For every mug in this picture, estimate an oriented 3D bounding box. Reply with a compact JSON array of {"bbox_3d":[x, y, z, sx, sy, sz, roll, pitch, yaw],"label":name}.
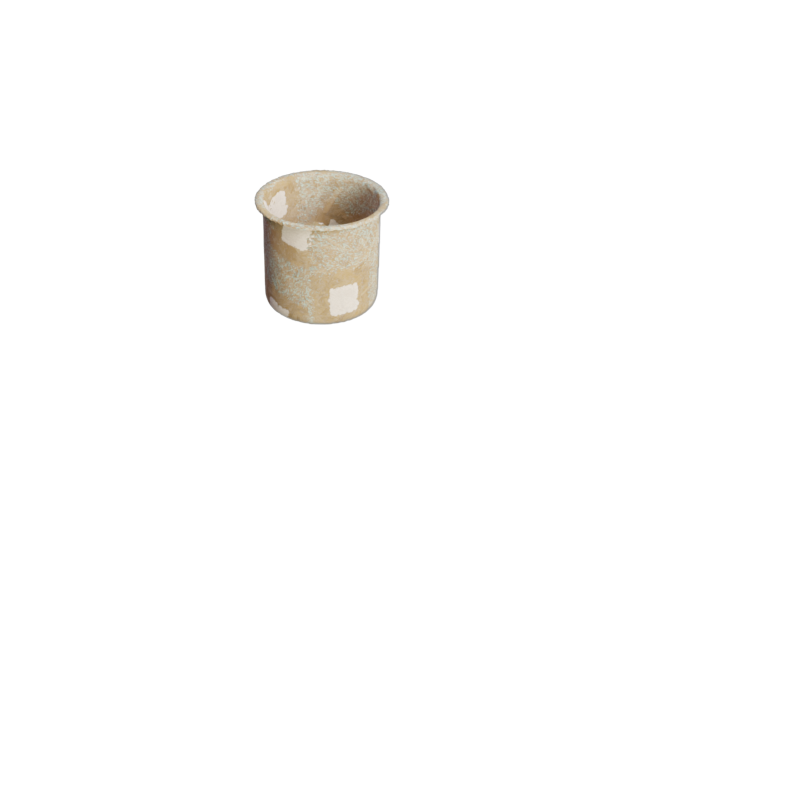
[{"bbox_3d":[-0.062,-0.113,0.792,0.092,0.077,0.126,-17,37,-26],"label":"mug"}]
